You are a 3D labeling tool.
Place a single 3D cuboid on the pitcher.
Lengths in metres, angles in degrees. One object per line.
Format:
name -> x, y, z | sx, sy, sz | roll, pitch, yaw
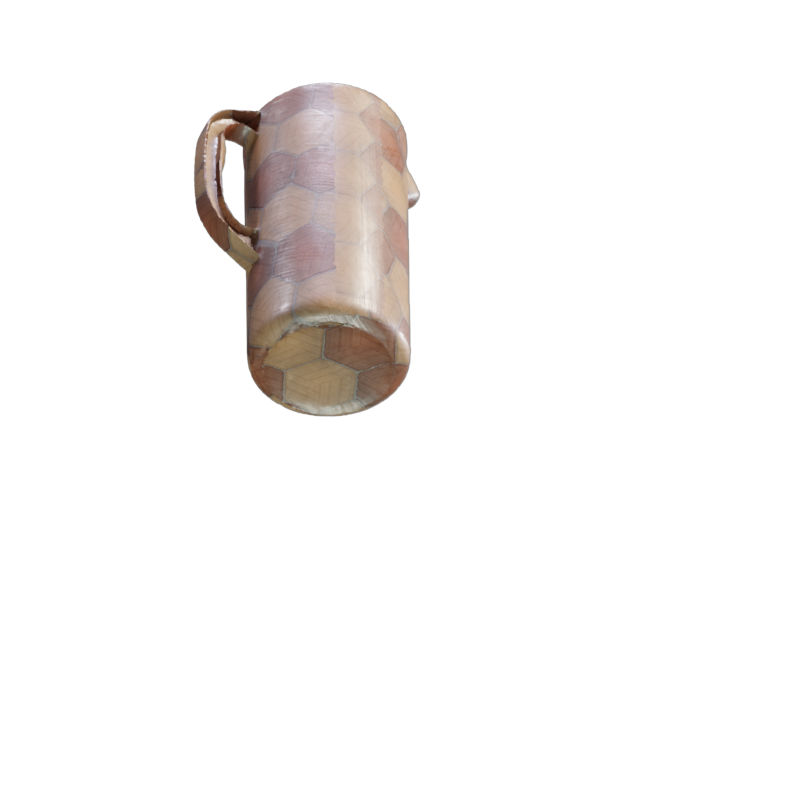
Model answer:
pitcher -> -0.063, -0.115, 0.805 | 0.150, 0.261, 0.134 | -12, -45, 9
